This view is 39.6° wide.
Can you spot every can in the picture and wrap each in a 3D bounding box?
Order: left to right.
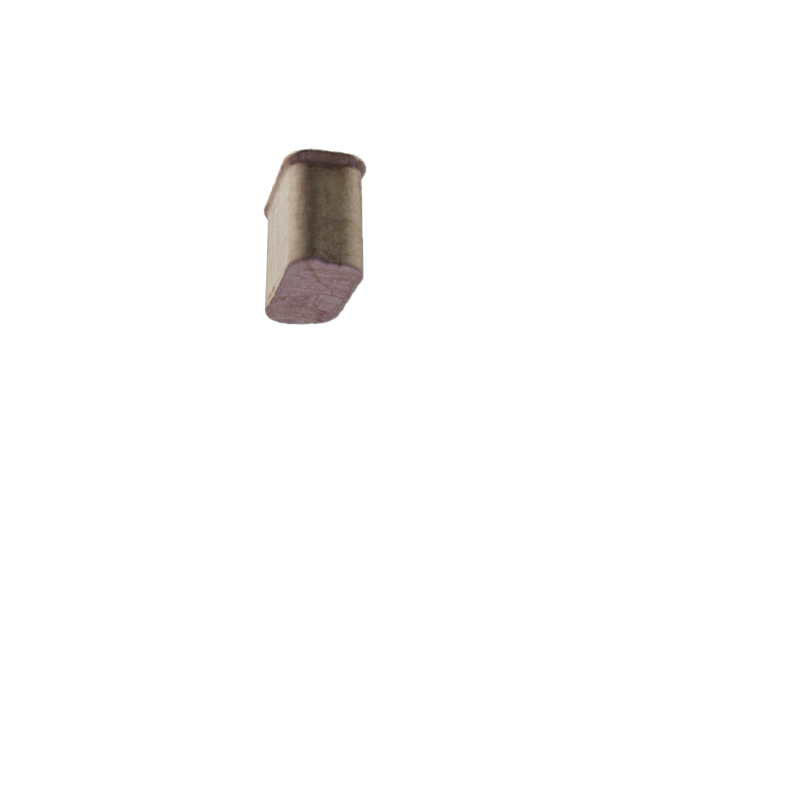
[{"bbox_3d":[-0.059,-0.108,0.754,0.056,0.089,0.099,6,-25,-16],"label":"can"}]
